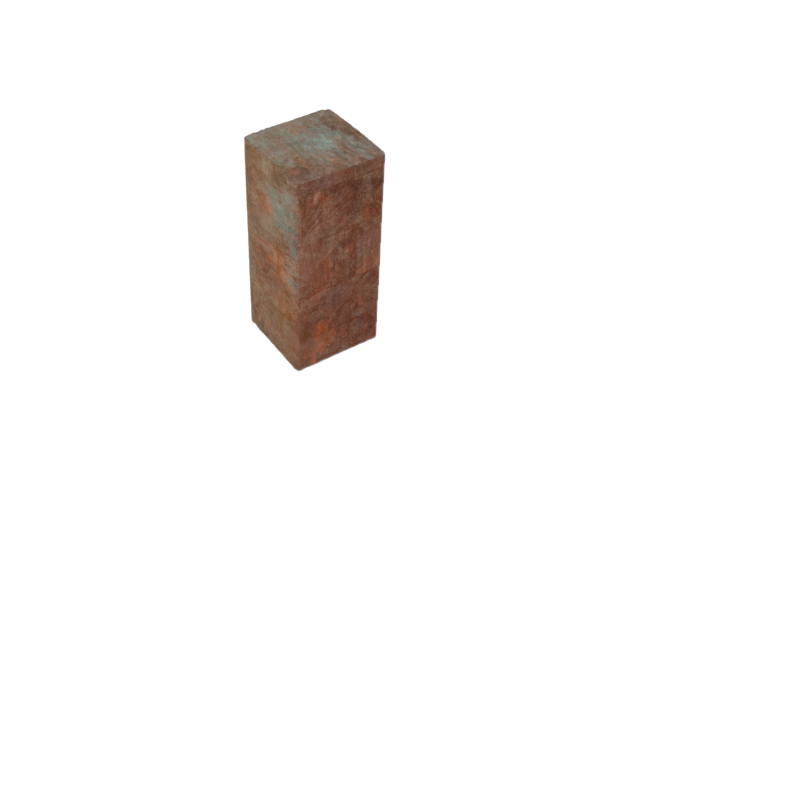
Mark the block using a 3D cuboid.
[{"bbox_3d":[-0.078,-0.142,0.991,0.090,0.192,0.097,-23,48,-27],"label":"block"}]
